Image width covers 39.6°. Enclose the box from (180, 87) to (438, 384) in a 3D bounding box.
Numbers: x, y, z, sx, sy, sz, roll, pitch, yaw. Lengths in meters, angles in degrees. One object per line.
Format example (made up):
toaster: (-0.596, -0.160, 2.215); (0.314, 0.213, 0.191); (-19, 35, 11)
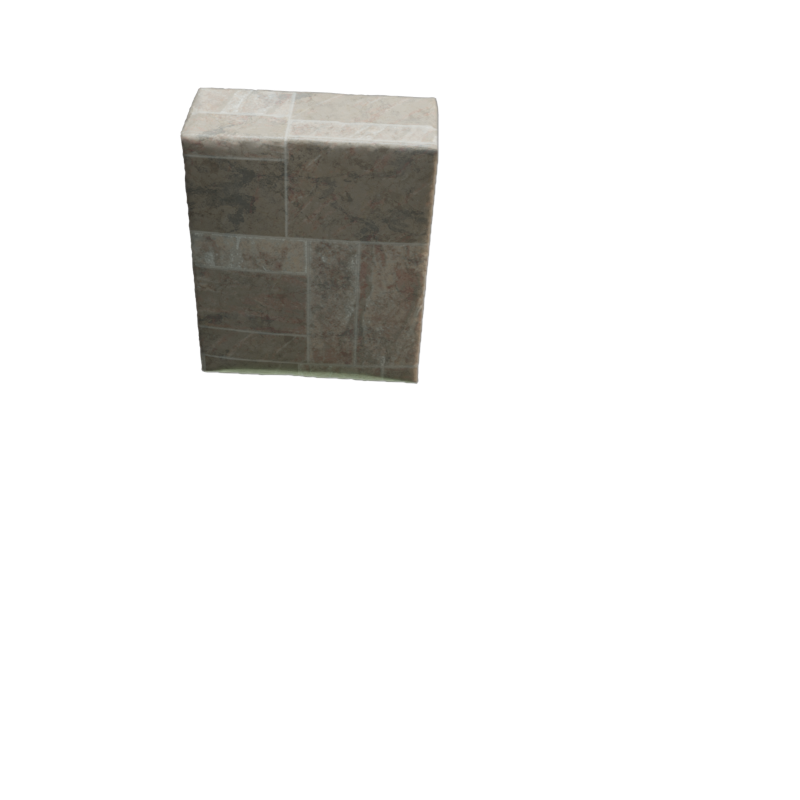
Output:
box: (-0.061, -0.111, 0.779); (0.165, 0.199, 0.077); (4, 42, 2)
